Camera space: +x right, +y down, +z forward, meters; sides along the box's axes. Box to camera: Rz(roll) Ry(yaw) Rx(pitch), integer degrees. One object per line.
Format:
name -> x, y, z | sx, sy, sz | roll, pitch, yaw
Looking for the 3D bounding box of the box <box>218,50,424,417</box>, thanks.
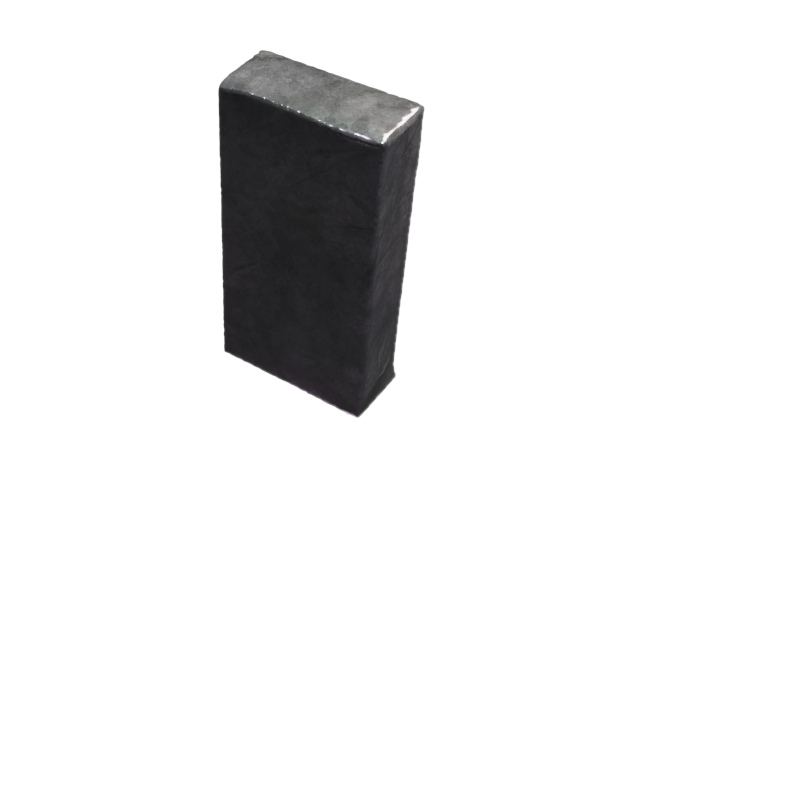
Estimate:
box -> -0.044, -0.080, 0.561 | 0.098, 0.164, 0.049 | 25, 48, 21
